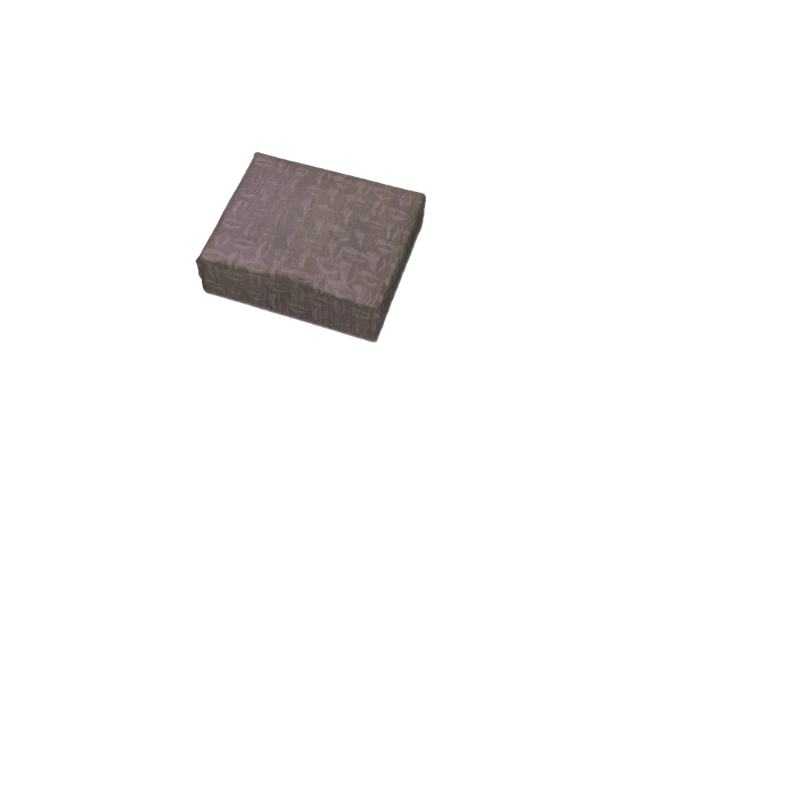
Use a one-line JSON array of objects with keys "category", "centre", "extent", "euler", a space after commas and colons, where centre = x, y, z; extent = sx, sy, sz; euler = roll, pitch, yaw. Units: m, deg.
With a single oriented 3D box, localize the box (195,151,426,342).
[{"category": "box", "centre": [-0.041, -0.074, 0.521], "extent": [0.091, 0.077, 0.028], "euler": [16, -35, 11]}]
